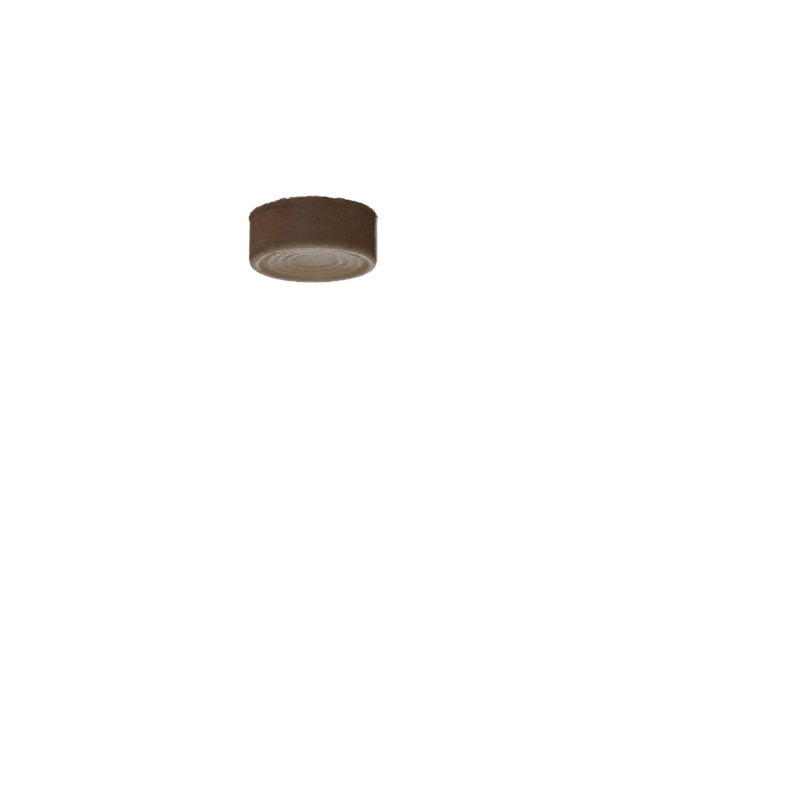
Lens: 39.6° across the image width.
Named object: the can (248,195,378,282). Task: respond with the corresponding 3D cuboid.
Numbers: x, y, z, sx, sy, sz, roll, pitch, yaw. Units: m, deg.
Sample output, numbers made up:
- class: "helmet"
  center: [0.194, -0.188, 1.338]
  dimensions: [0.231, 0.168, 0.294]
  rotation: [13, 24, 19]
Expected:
- class: "can"
  center: [-0.057, -0.104, 0.728]
  dimensions: [0.086, 0.035, 0.083]
  rotation: [0, -11, -2]
